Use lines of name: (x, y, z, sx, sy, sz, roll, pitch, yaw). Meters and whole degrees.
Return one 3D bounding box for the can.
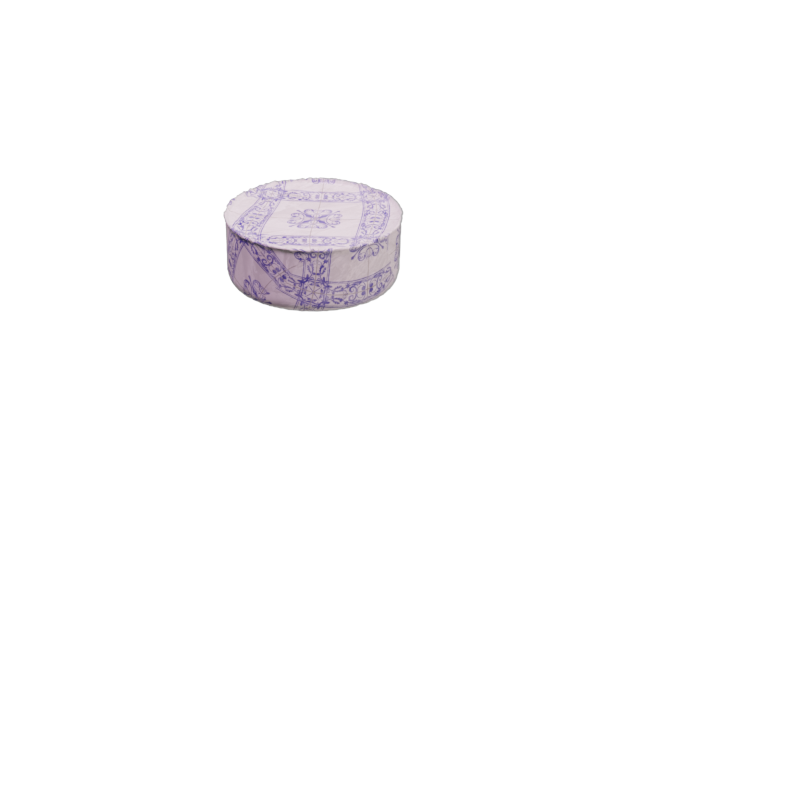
can: (-0.042, -0.077, 0.538, 0.086, 0.032, 0.091, -1, 31, -2)
